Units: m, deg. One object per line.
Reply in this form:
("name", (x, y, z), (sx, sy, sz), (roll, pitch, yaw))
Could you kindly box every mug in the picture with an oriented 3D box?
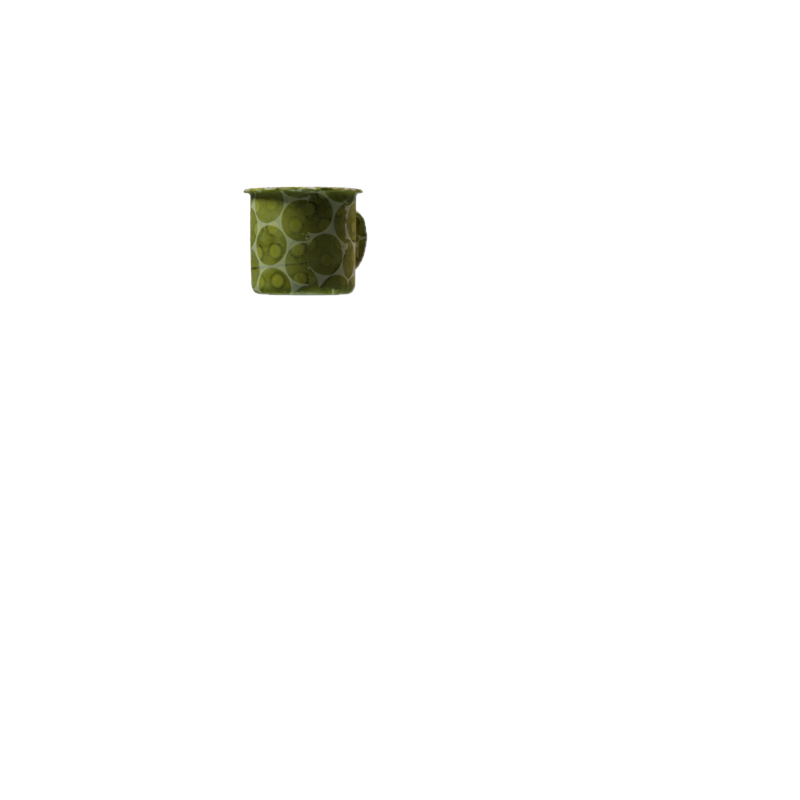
("mug", (-0.068, -0.125, 0.873), (0.097, 0.081, 0.113), (4, 6, 38))
